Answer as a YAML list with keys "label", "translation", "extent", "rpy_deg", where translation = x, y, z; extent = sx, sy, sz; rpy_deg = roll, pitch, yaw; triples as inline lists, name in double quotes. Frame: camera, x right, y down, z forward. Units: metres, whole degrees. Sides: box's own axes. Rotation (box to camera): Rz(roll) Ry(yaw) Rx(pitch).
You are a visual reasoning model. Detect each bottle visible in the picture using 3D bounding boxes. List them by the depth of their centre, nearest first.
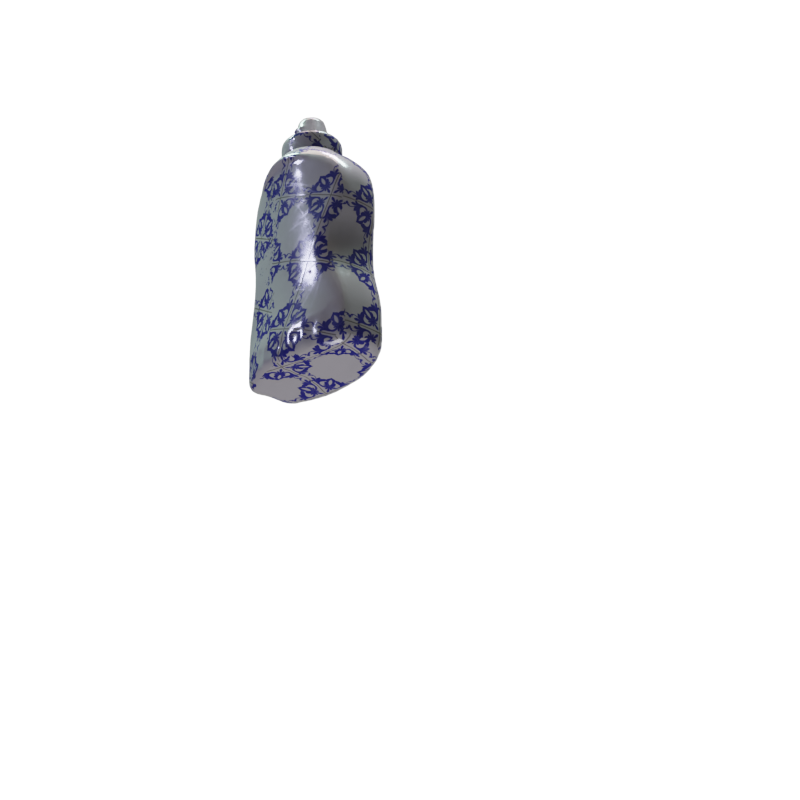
- label: "bottle"
  translation: [-0.056, -0.102, 0.711]
  extent: [0.055, 0.204, 0.095]
  rpy_deg: [21, -37, -34]
